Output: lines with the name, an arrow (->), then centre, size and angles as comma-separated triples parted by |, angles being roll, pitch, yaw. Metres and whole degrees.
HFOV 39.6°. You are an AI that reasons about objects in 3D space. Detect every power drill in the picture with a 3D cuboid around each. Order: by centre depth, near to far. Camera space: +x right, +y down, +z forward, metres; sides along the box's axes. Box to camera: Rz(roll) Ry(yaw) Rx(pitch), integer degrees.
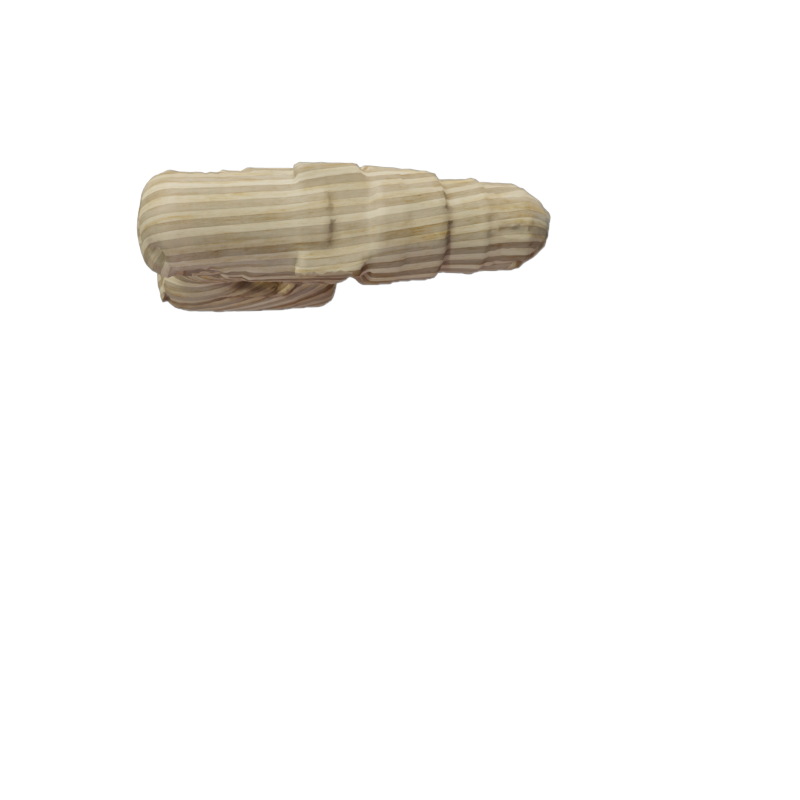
power drill -> -0.043, -0.079, 0.550 | 0.181, 0.058, 0.189 | 0, -1, -16
